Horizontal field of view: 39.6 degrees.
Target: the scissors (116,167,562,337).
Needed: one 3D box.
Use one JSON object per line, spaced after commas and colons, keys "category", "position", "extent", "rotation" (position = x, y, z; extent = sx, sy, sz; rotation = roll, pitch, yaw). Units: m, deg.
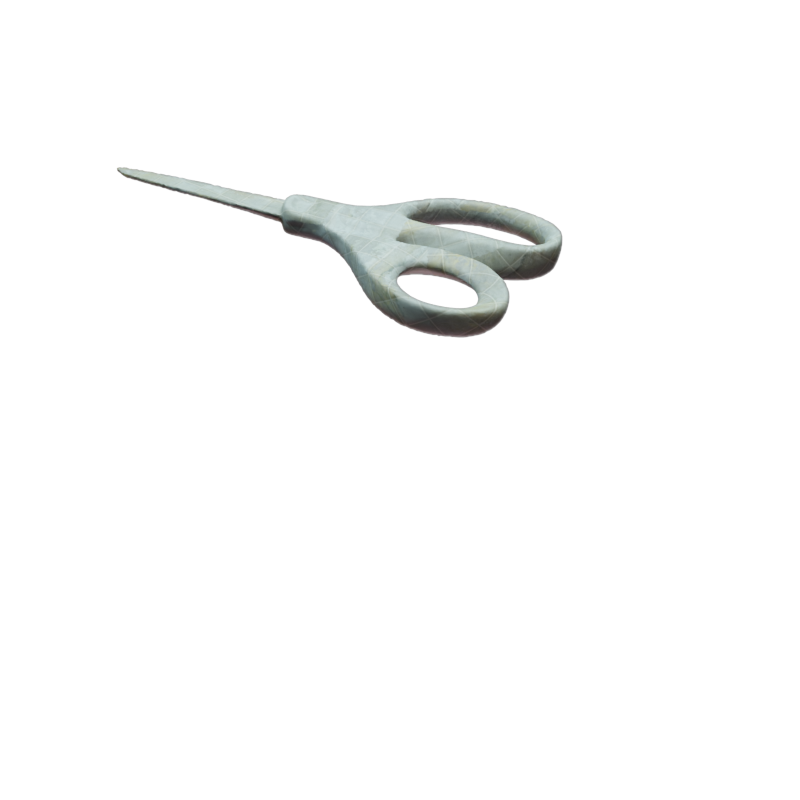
{"category": "scissors", "position": [-0.036, -0.066, 0.459], "extent": [0.204, 0.015, 0.101], "rotation": [6, 37, 8]}
